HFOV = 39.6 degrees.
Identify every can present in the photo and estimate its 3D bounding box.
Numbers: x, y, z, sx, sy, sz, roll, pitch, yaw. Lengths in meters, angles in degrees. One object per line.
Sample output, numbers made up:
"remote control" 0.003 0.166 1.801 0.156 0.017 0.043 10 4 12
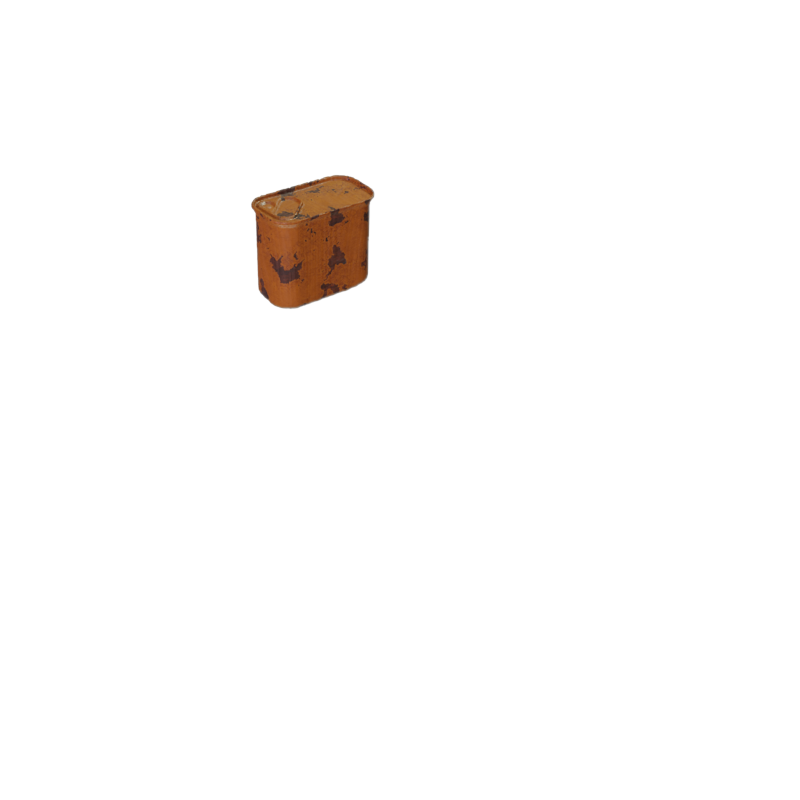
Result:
"can" -0.073 -0.134 0.936 0.101 0.079 0.062 -21 38 -30
